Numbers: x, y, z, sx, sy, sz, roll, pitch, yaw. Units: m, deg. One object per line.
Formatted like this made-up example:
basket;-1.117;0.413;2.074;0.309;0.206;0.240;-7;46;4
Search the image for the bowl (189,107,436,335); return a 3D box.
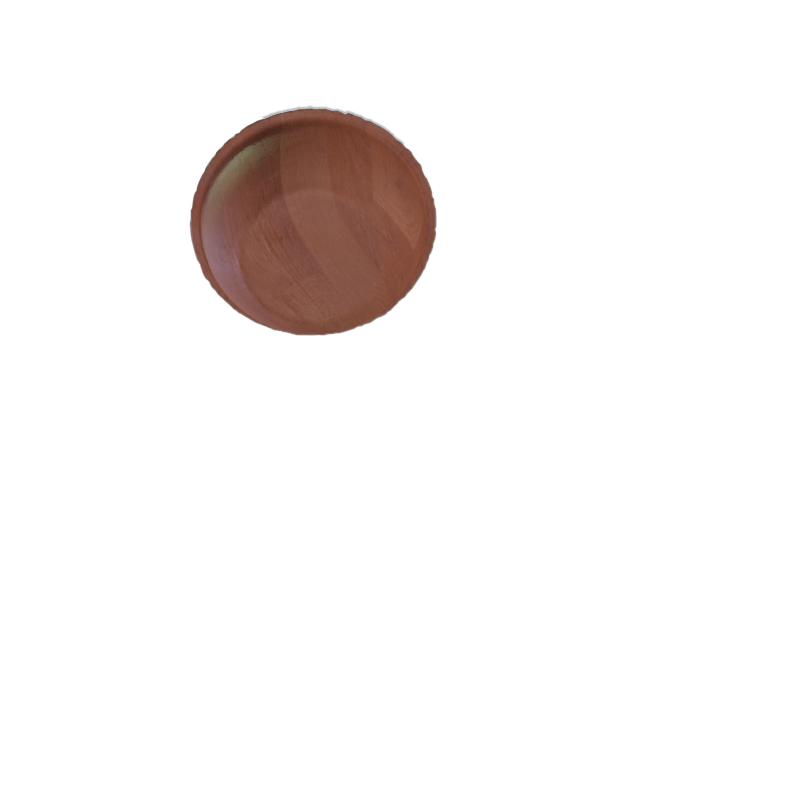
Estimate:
bowl;-0.055;-0.101;0.705;0.162;0.154;0.058;1;25;-1
